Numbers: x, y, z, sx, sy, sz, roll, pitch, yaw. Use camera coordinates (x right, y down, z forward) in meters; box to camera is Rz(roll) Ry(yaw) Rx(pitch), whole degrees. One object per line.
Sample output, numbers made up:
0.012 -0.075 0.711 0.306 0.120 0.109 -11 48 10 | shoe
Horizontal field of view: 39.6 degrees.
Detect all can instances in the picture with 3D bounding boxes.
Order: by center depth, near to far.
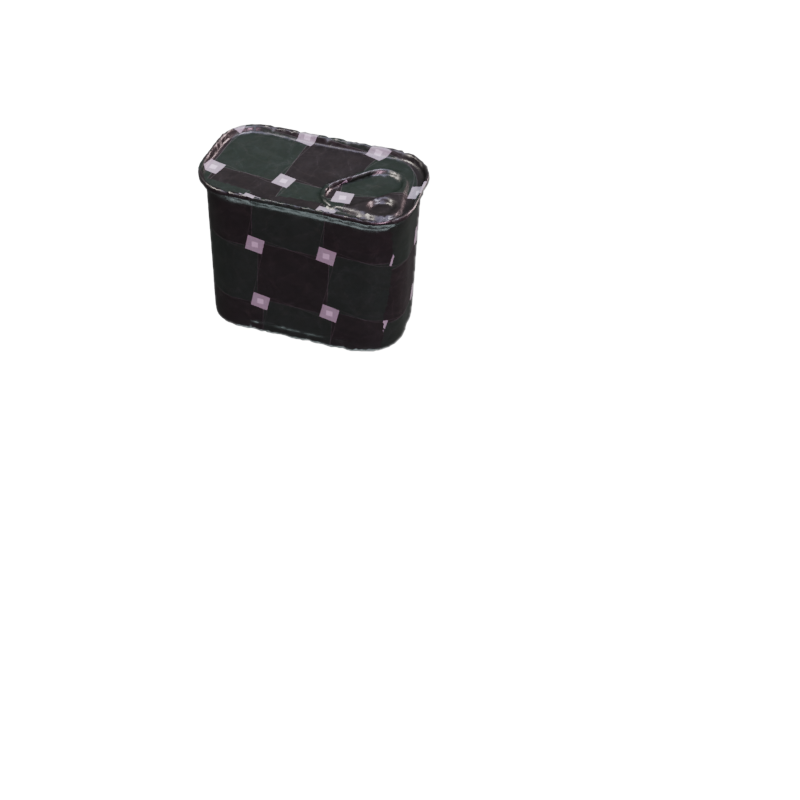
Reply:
-0.041 -0.075 0.525 0.104 0.078 0.060 13 43 13 | can
